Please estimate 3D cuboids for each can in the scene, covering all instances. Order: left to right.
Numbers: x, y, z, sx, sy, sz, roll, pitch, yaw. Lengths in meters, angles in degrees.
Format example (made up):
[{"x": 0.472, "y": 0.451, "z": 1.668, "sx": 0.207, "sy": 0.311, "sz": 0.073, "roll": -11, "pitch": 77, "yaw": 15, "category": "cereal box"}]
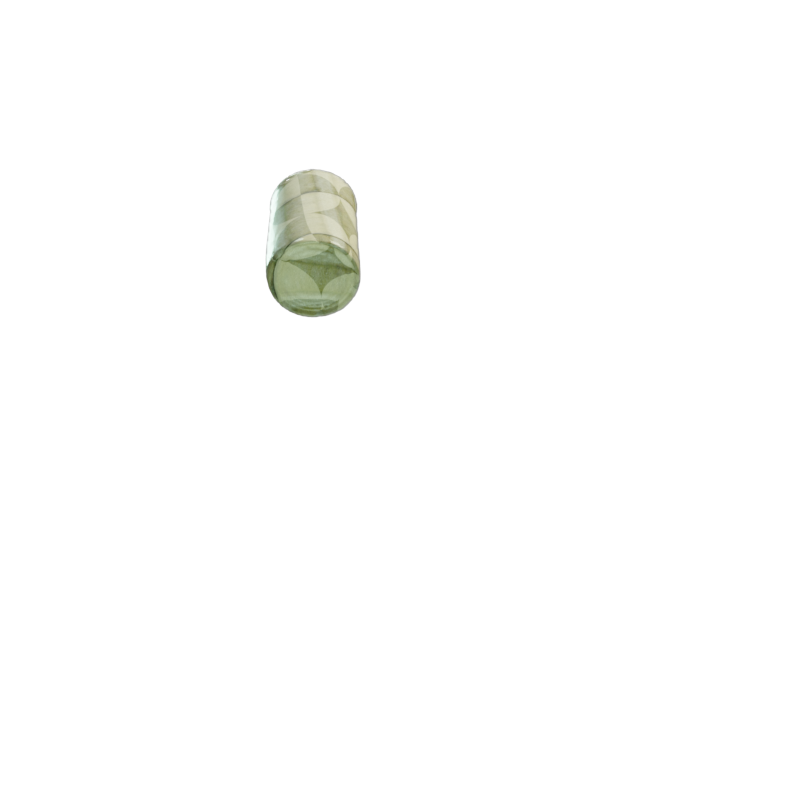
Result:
[{"x": -0.064, "y": -0.117, "z": 0.818, "sx": 0.068, "sy": 0.064, "sz": 0.109, "roll": -1, "pitch": 37, "yaw": -3, "category": "can"}]
